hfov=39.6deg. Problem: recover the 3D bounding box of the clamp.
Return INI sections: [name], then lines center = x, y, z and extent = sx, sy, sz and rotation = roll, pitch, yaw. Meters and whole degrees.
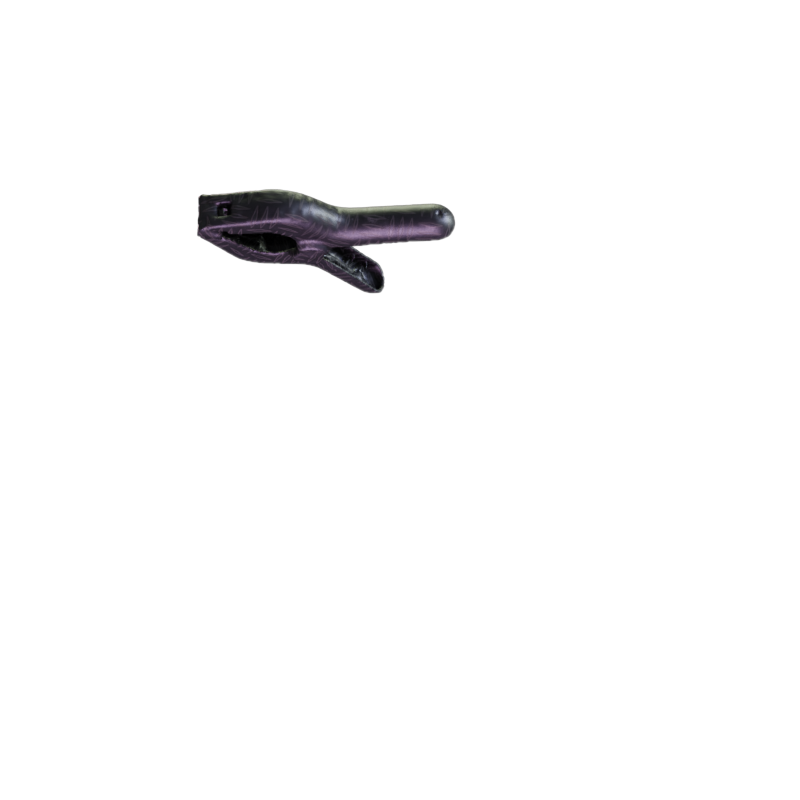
[clamp]
center = -0.061, -0.110, 0.774
extent = 0.168, 0.042, 0.115
rotation = 7, -27, -14
